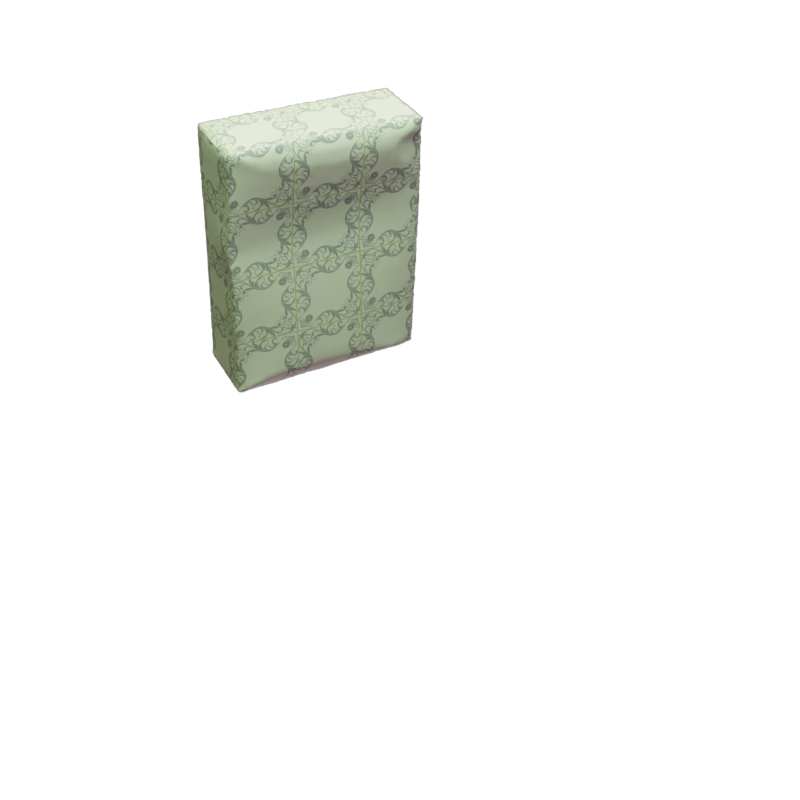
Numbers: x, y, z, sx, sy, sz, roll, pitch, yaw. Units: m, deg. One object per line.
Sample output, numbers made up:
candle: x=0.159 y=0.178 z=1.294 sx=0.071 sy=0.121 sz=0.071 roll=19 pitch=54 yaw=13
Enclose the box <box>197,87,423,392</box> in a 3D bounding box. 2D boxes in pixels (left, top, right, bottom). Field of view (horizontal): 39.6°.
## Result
box: x=-0.069 y=-0.126 z=0.884 sx=0.162 sy=0.200 sz=0.078 roll=-15 pitch=37 yaw=-23
